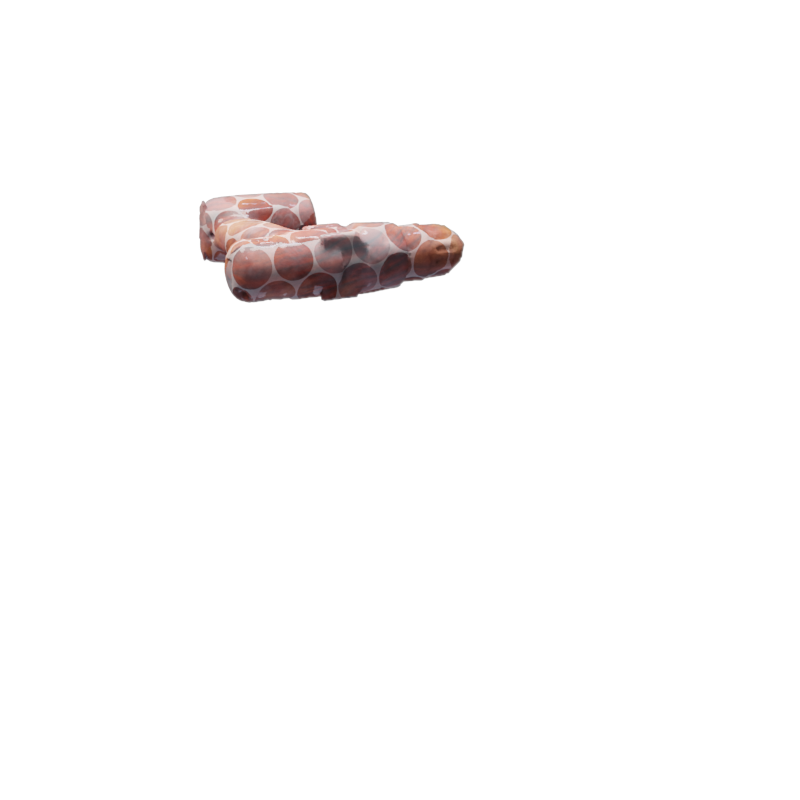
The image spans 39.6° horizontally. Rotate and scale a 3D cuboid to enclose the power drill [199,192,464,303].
[{"bbox_3d":[-0.068,-0.124,0.870,0.180,0.056,0.198,-7,18,-24],"label":"power drill"}]
